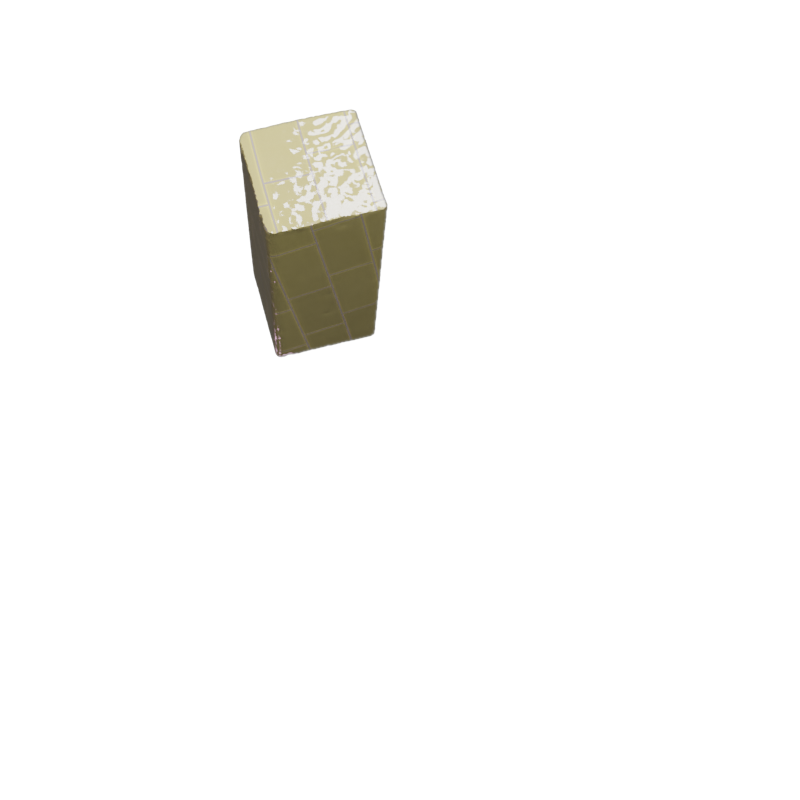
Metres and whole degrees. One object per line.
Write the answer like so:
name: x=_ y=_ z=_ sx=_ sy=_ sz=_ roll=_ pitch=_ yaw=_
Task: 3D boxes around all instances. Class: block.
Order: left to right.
block: x=-0.069 y=-0.125 z=0.872 sx=0.089 sy=0.096 sz=0.195 roll=-13 pitch=-23 yaw=-9
